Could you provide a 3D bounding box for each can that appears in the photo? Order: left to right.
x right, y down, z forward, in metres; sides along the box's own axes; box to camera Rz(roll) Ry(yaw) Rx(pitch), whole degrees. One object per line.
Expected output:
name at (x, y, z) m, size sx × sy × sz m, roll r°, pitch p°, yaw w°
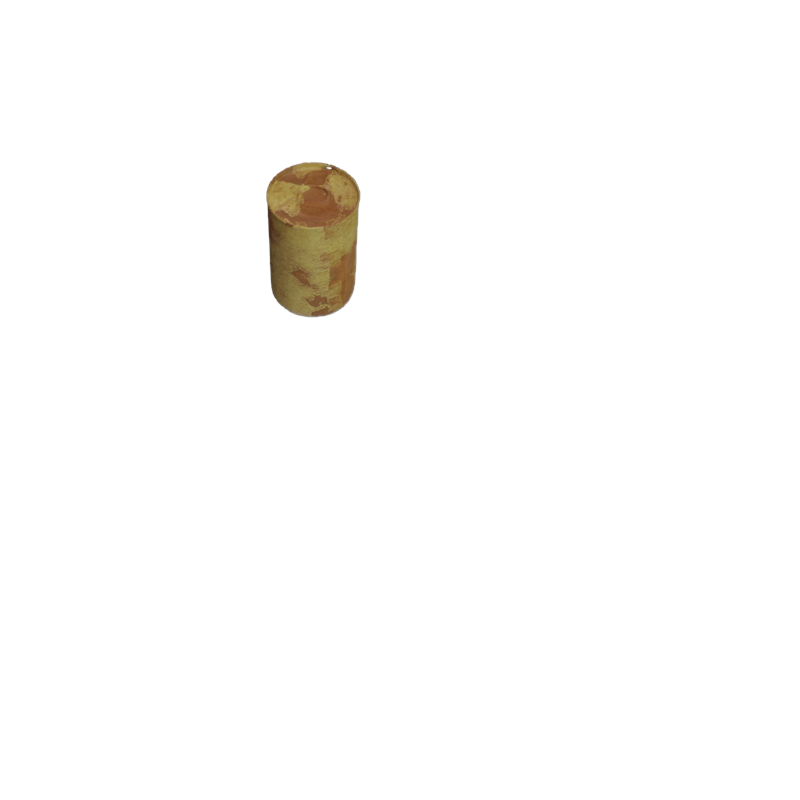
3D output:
can at (-0.065, -0.119, 0.832) m, size 0.068 × 0.073 × 0.095 m, roll 0°, pitch -38°, yaw -3°
